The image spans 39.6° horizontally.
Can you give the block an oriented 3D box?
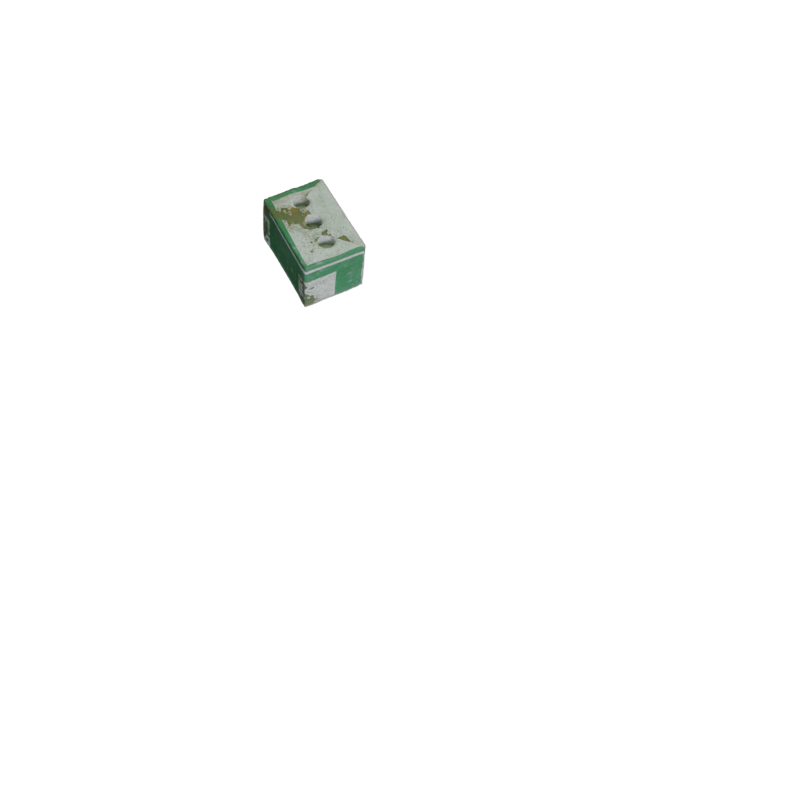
[{"bbox_3d":[-0.067,-0.123,0.858,0.052,0.084,0.048,-22,-32,-17],"label":"block"}]
